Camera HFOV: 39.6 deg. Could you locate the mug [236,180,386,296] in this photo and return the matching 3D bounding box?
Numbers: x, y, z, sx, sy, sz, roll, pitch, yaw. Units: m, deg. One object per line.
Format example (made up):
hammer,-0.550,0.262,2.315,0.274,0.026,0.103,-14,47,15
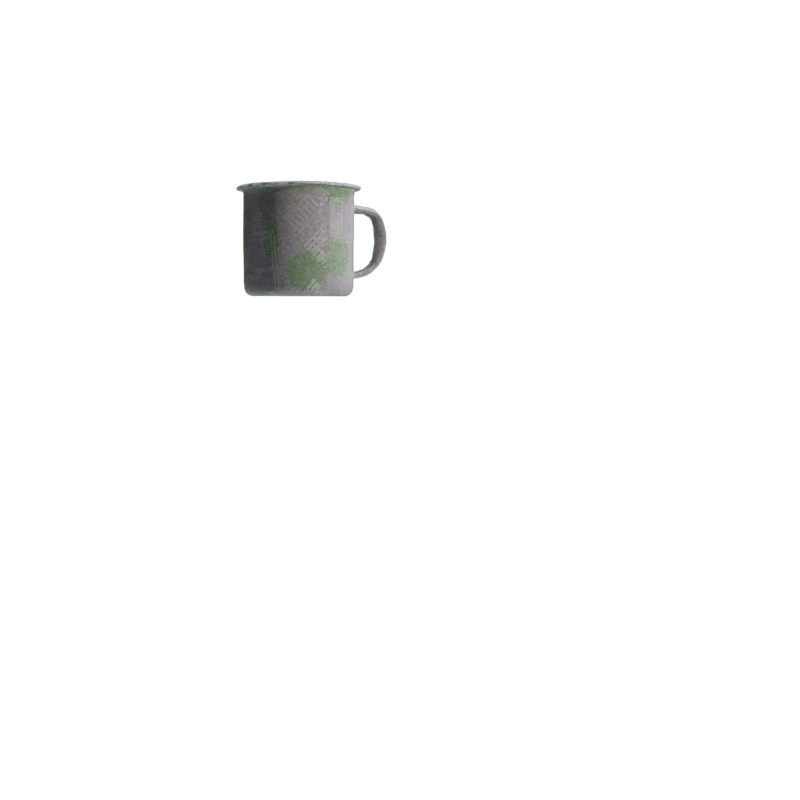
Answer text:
mug,-0.065,-0.118,0.828,0.114,0.082,0.096,-1,2,-26
